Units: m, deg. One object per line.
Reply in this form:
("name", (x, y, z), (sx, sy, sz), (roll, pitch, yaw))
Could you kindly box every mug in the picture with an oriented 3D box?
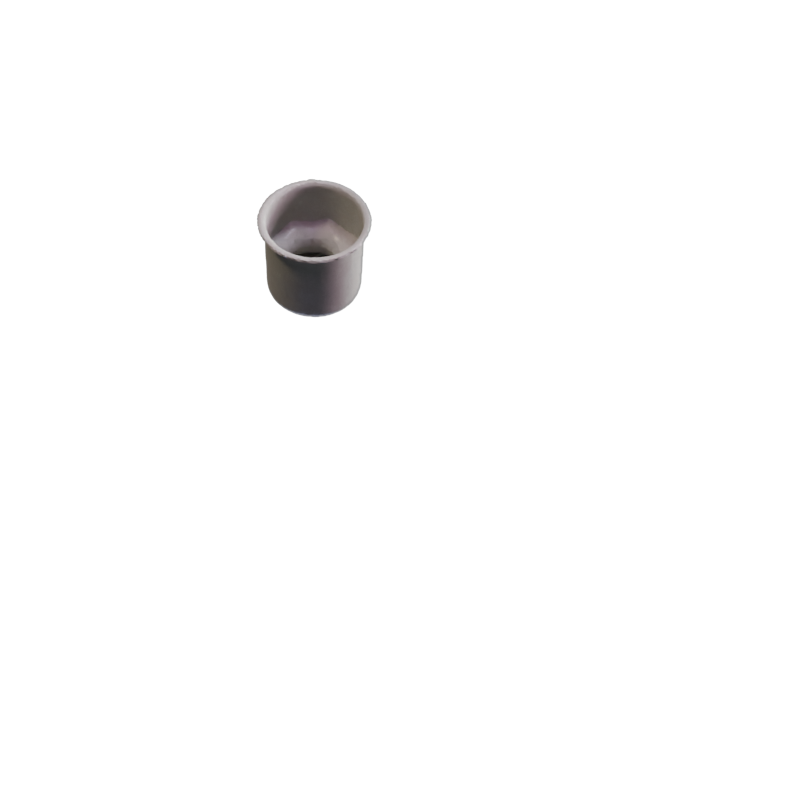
("mug", (-0.073, -0.134, 0.937), (0.093, 0.126, 0.076), (-4, -39, -5))
